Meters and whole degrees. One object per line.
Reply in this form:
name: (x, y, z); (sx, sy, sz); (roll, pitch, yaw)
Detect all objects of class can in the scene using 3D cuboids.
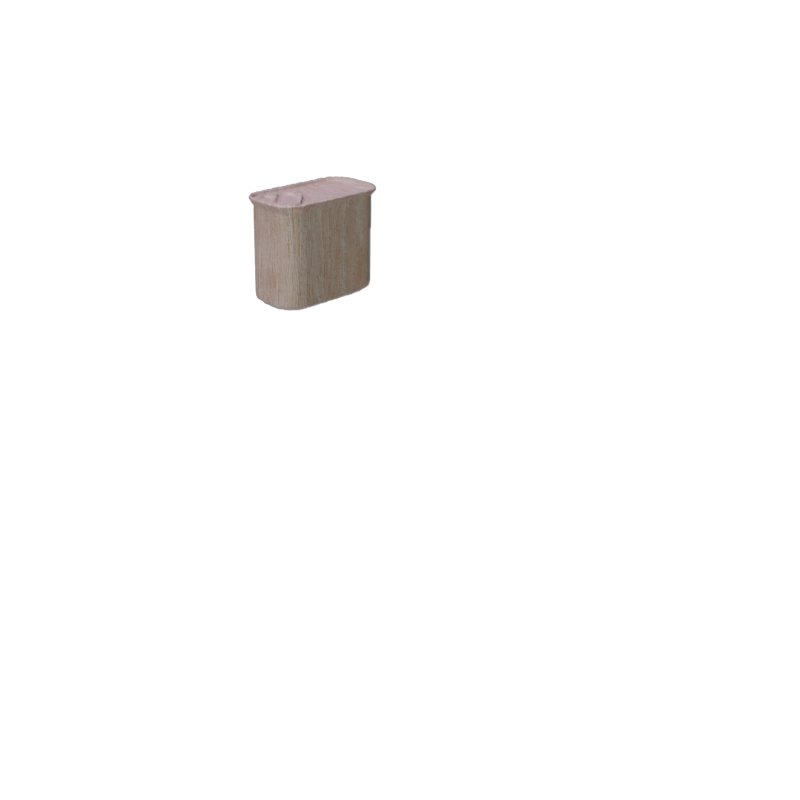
can: (-0.068, -0.124, 0.869); (0.100, 0.080, 0.061); (-19, 28, -41)
